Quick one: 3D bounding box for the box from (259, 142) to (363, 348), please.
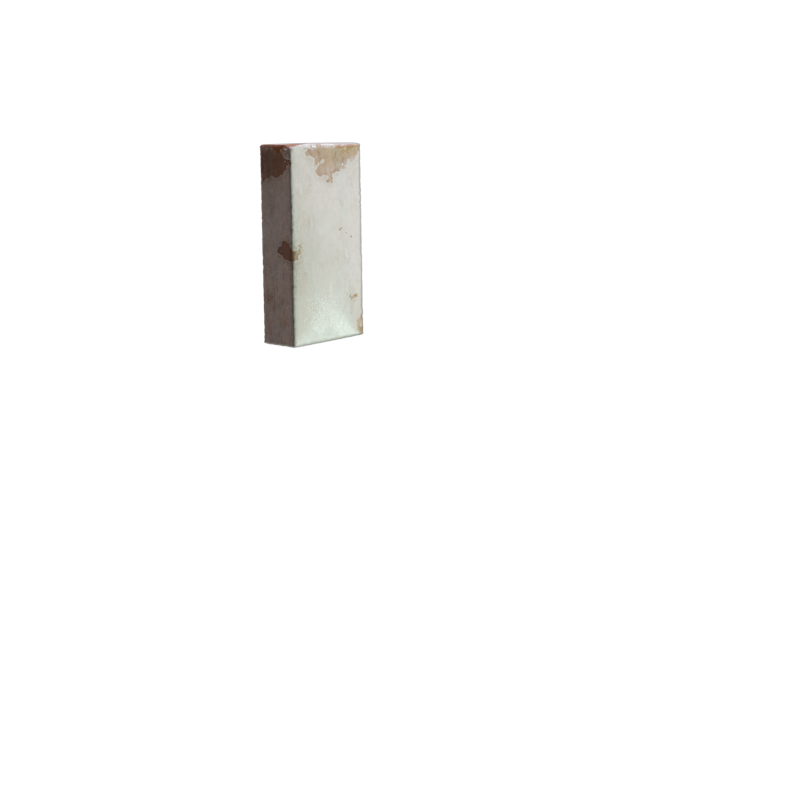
[{"bbox_3d":[-0.077,-0.141,0.989,0.050,0.173,0.091,7,11,41],"label":"box"}]
